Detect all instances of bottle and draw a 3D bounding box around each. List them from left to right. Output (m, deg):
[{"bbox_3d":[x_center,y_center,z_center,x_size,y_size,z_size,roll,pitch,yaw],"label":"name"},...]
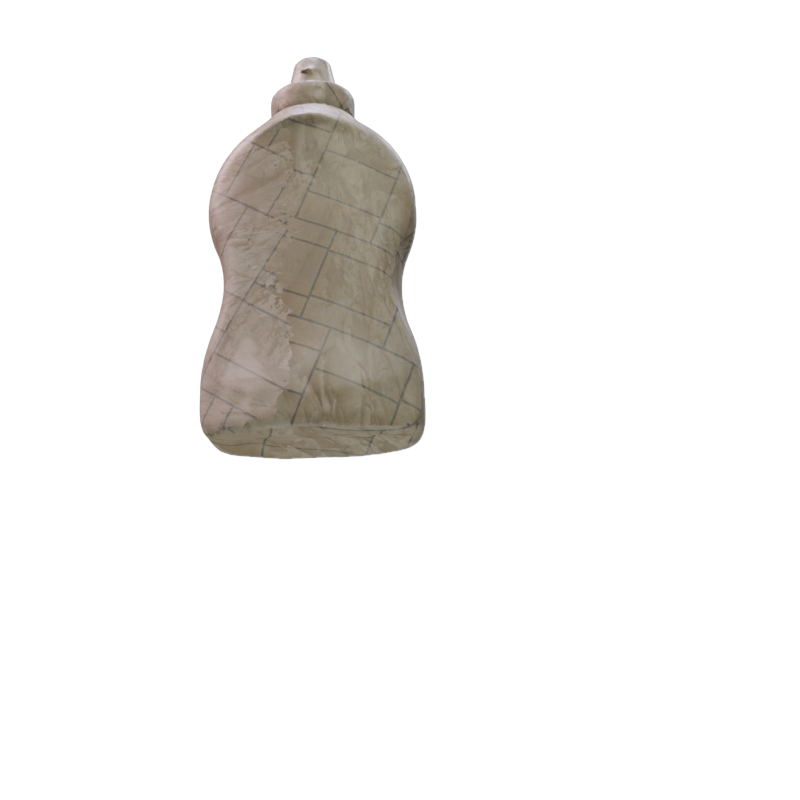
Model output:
[{"bbox_3d":[-0.040,-0.073,0.512,0.097,0.202,0.055,-4,-23,7],"label":"bottle"}]
